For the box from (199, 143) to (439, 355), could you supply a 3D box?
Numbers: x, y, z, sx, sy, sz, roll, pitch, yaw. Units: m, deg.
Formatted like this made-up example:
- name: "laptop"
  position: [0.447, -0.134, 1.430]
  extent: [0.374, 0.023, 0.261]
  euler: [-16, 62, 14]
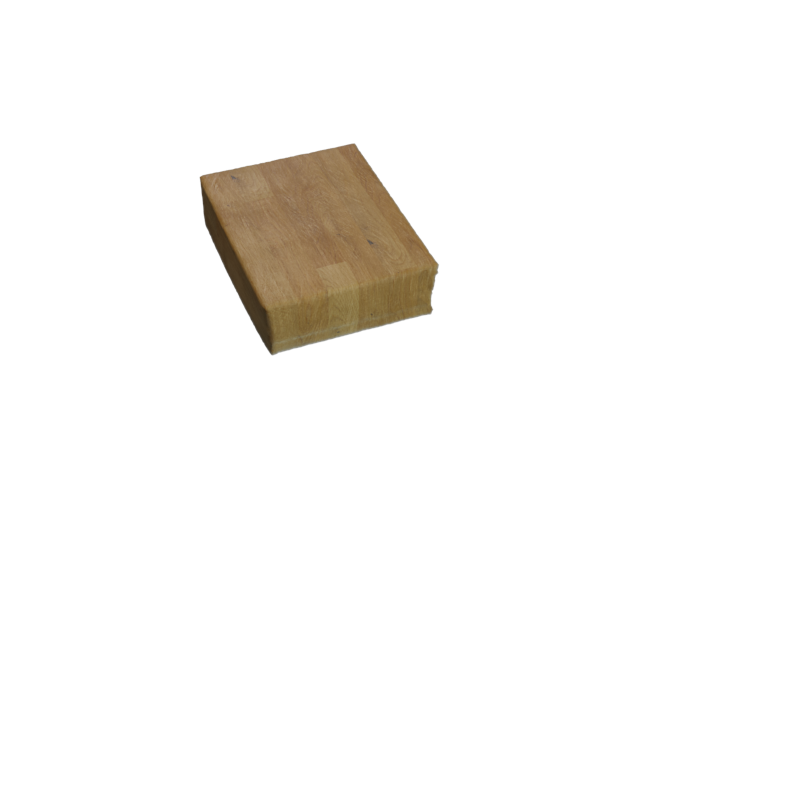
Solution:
- name: "box"
  position: [-0.045, -0.081, 0.569]
  extent: [0.089, 0.036, 0.123]
  euler: [-16, 48, -15]
